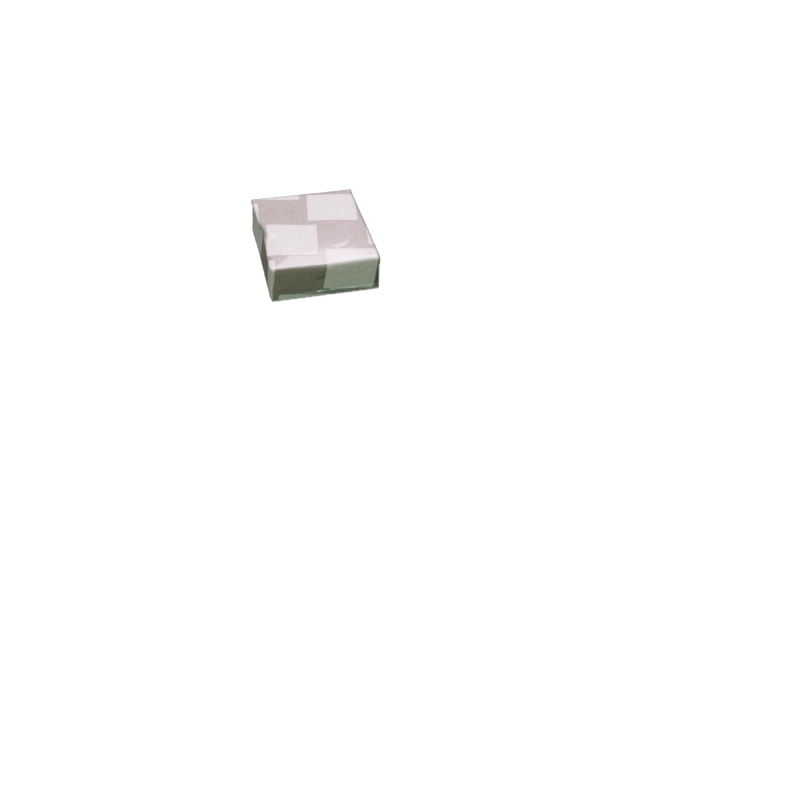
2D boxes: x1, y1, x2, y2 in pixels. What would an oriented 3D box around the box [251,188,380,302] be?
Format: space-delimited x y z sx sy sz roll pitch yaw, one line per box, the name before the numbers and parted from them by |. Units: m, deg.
box | -0.059 -0.108 0.753 0.072 0.028 0.096 -8 41 -10
